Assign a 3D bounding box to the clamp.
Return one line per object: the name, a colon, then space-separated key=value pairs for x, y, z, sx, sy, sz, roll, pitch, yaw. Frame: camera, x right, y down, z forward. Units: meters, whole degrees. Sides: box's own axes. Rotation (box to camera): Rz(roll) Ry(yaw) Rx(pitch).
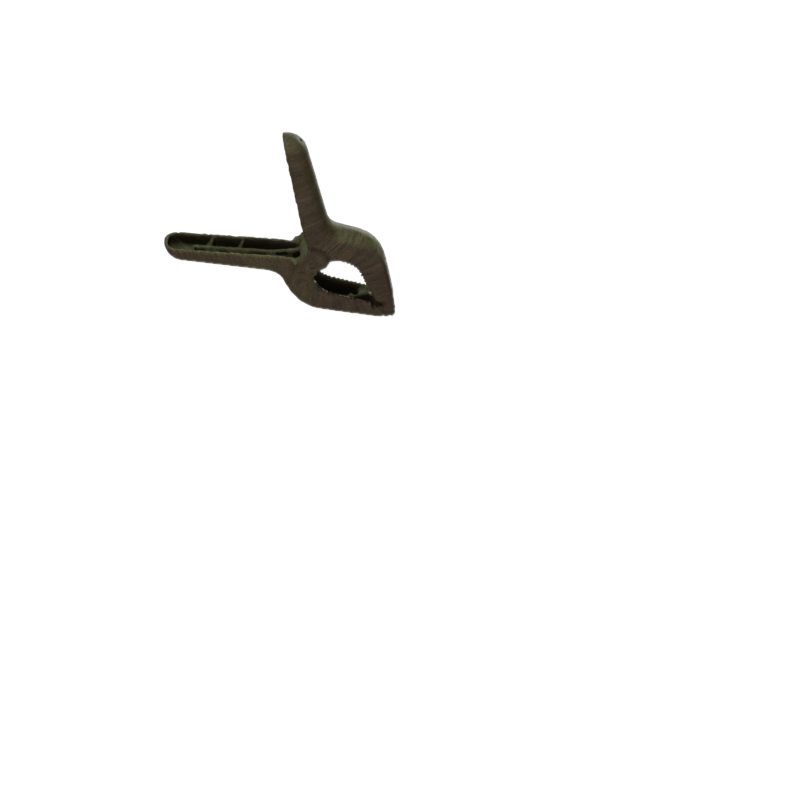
clamp: x=-0.075 y=-0.137 z=0.959 sx=0.199 sy=0.039 sz=0.161 roll=27 pitch=-49 yaw=-27
